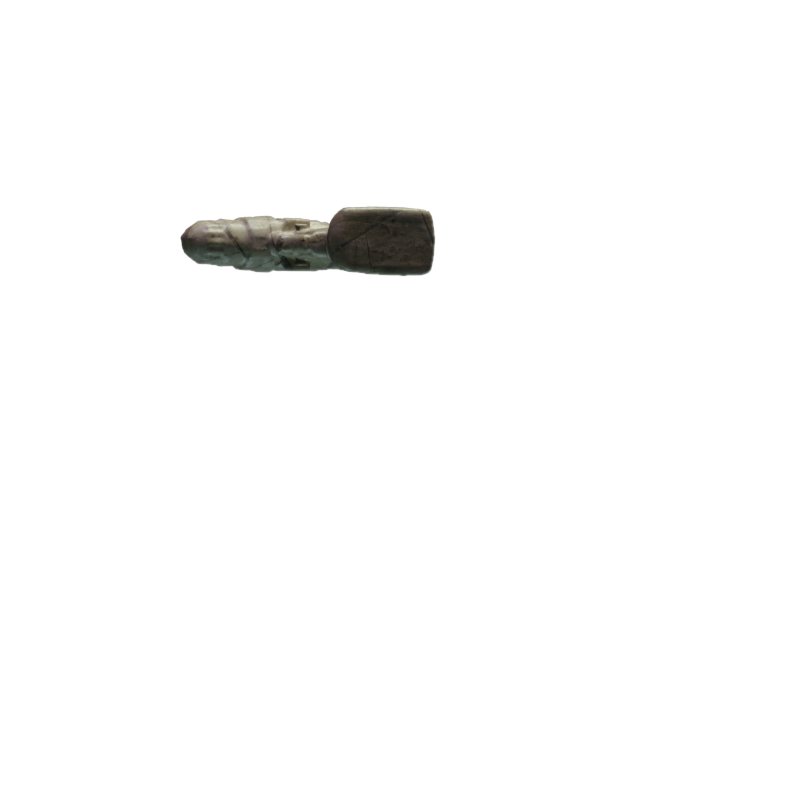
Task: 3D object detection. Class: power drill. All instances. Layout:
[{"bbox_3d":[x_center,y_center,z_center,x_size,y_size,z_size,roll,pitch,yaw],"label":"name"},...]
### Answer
[{"bbox_3d":[-0.076,-0.139,0.973,0.178,0.057,0.196,-5,9,-36],"label":"power drill"}]
